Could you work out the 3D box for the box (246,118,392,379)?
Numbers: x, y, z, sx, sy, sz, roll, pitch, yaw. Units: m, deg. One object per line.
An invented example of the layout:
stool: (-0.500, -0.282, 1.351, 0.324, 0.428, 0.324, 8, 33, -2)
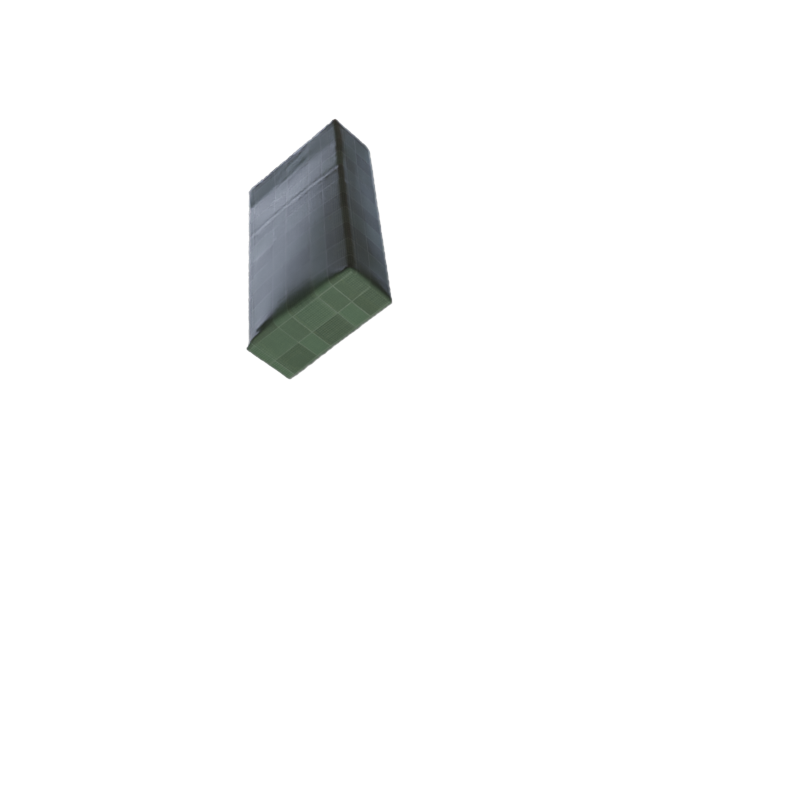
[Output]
box: (-0.058, -0.107, 0.749, 0.092, 0.189, 0.045, -35, -56, 24)
